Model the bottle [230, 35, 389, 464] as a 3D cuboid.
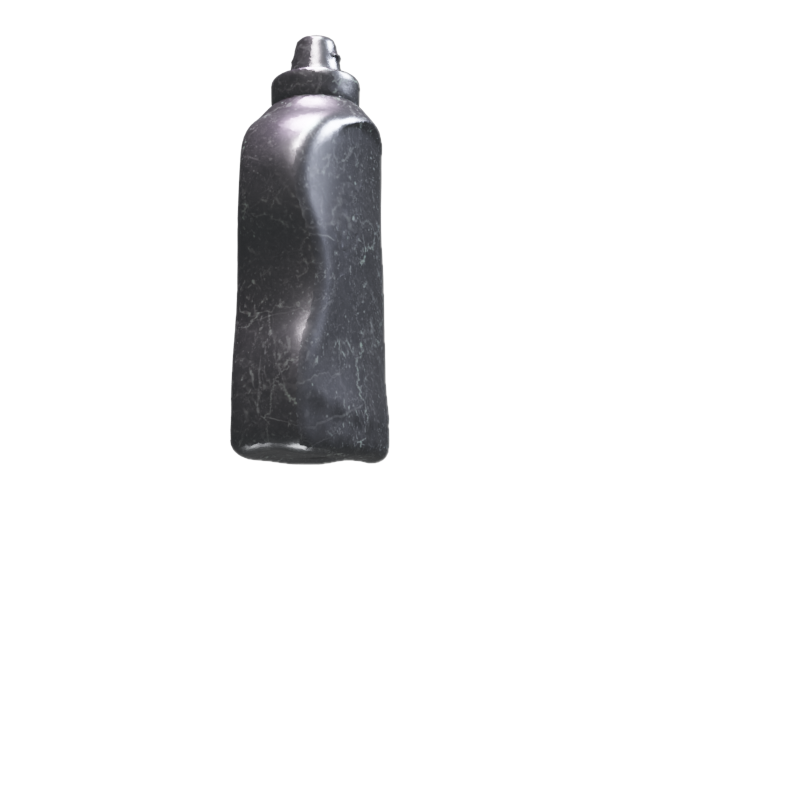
[{"bbox_3d":[-0.038,-0.070,0.493,0.060,0.198,0.091,-7,-14,23],"label":"bottle"}]
